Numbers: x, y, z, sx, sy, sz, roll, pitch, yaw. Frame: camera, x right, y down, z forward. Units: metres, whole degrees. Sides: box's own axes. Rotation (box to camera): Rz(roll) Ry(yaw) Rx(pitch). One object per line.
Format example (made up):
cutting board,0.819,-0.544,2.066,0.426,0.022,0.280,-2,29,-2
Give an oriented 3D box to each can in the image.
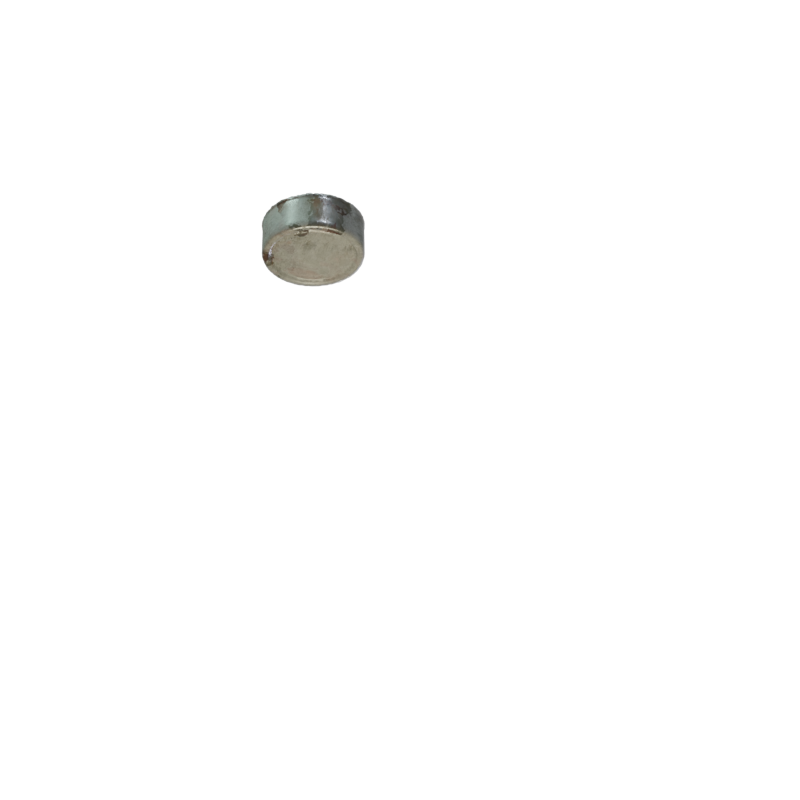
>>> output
can,-0.072,-0.131,0.914,0.086,0.036,0.080,1,-33,-2
